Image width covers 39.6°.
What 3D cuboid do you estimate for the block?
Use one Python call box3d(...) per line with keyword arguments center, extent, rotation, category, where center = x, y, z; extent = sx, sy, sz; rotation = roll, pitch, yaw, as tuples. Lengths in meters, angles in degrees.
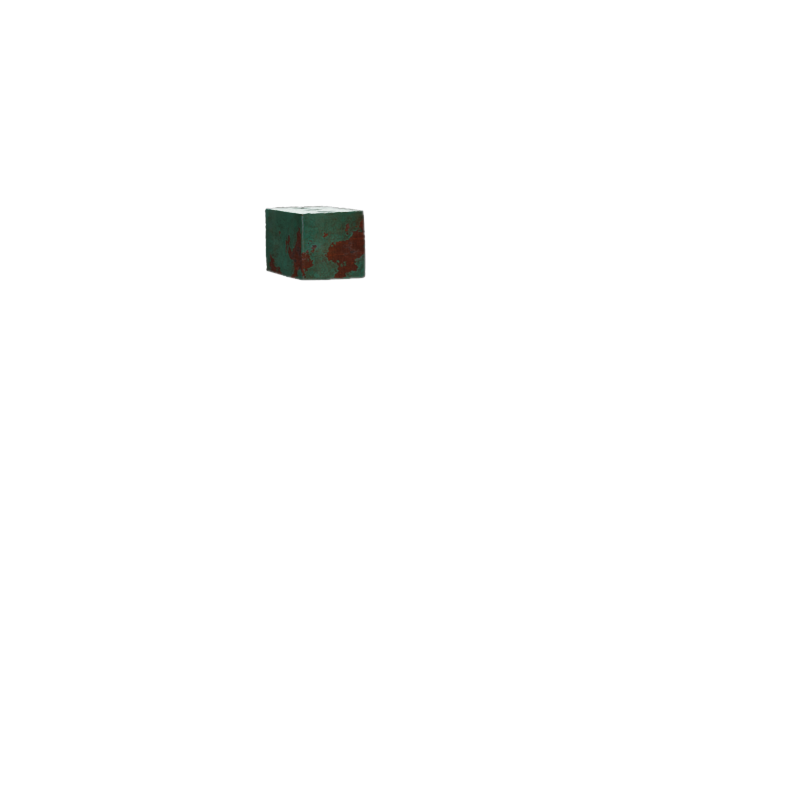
box3d(center=(-0.067, -0.122, 0.853), extent=(0.051, 0.050, 0.082), rotation=(-4, 11, -27), category="block")
